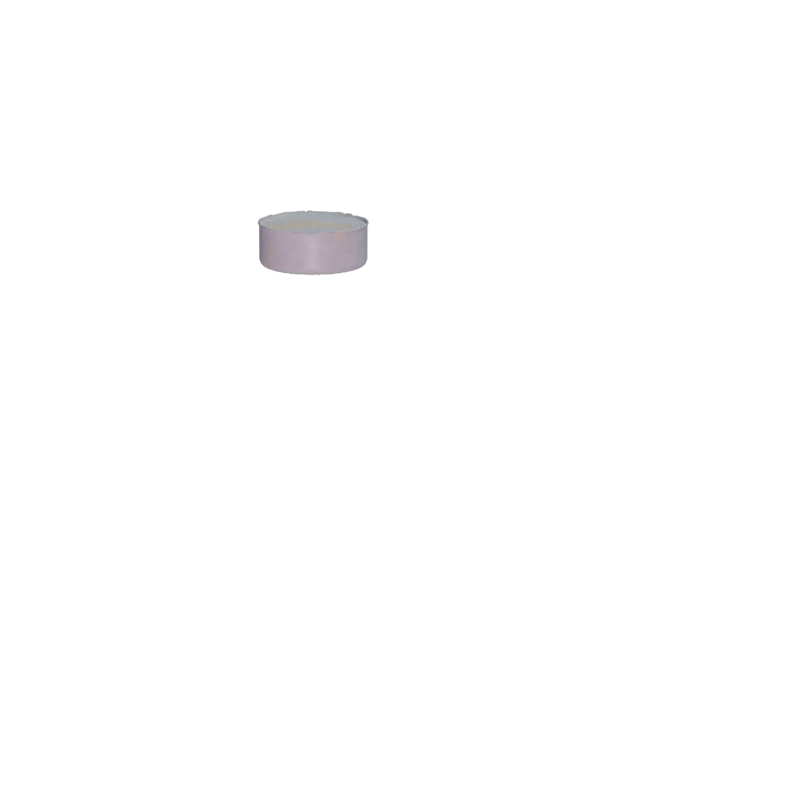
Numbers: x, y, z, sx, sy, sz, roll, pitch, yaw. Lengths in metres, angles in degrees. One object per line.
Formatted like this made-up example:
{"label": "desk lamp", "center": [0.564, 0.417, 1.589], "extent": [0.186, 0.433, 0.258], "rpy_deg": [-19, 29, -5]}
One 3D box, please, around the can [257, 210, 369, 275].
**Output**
{"label": "can", "center": [-0.067, -0.123, 0.860], "extent": [0.086, 0.032, 0.089], "rpy_deg": [-1, 19, -2]}
